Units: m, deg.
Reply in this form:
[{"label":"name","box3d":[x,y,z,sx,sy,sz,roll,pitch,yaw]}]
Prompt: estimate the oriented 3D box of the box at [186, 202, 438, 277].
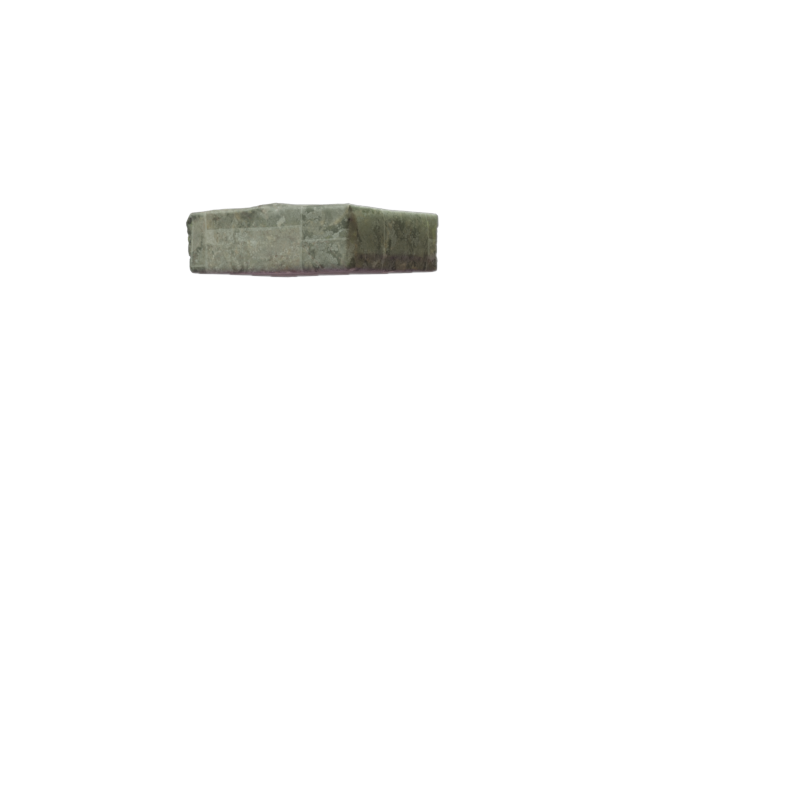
[{"label":"box","box3d":[-0.039,-0.071,0.495,0.093,0.030,0.071,3,5,33]}]
